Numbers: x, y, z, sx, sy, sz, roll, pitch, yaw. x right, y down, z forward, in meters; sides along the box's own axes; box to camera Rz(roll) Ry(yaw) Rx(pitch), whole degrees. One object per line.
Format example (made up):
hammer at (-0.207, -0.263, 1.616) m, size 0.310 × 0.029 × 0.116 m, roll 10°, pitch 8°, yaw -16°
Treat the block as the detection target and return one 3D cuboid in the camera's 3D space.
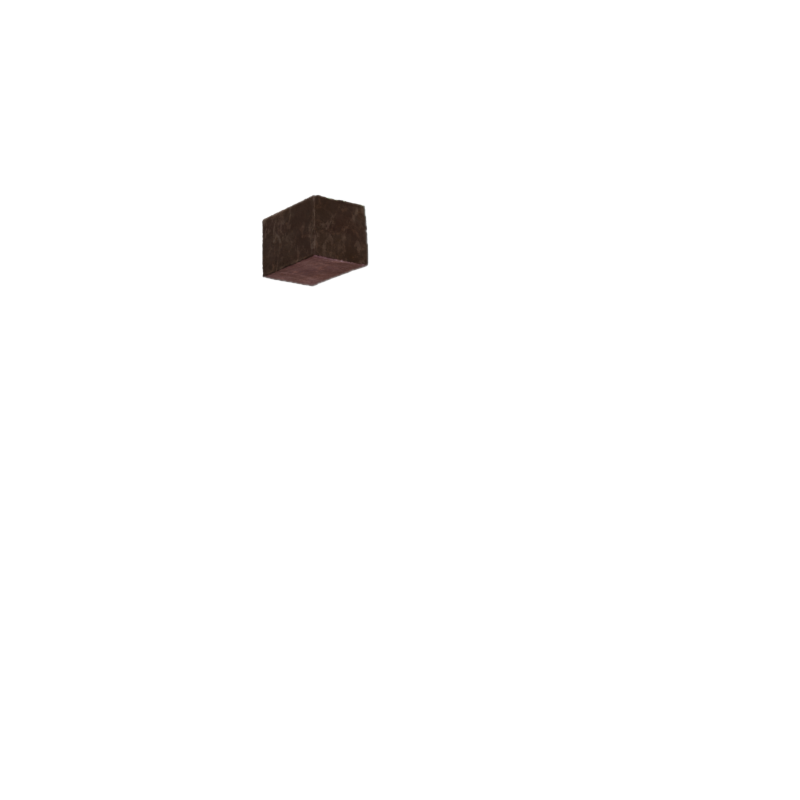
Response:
block at (-0.070, -0.127, 0.889) m, size 0.050 × 0.053 × 0.079 m, roll 10°, pitch -15°, yaw -37°
